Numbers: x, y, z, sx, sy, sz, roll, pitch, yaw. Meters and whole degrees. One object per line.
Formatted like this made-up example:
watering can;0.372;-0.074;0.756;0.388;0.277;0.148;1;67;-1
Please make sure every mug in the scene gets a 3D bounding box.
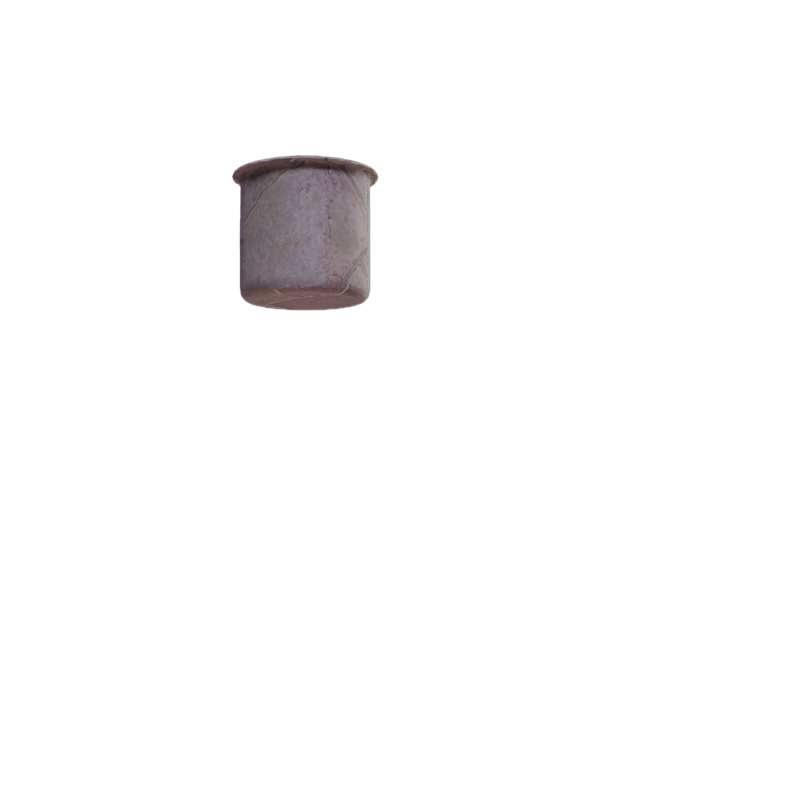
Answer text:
mug;-0.055;-0.101;0.707;0.095;0.084;0.112;-4;-8;23
